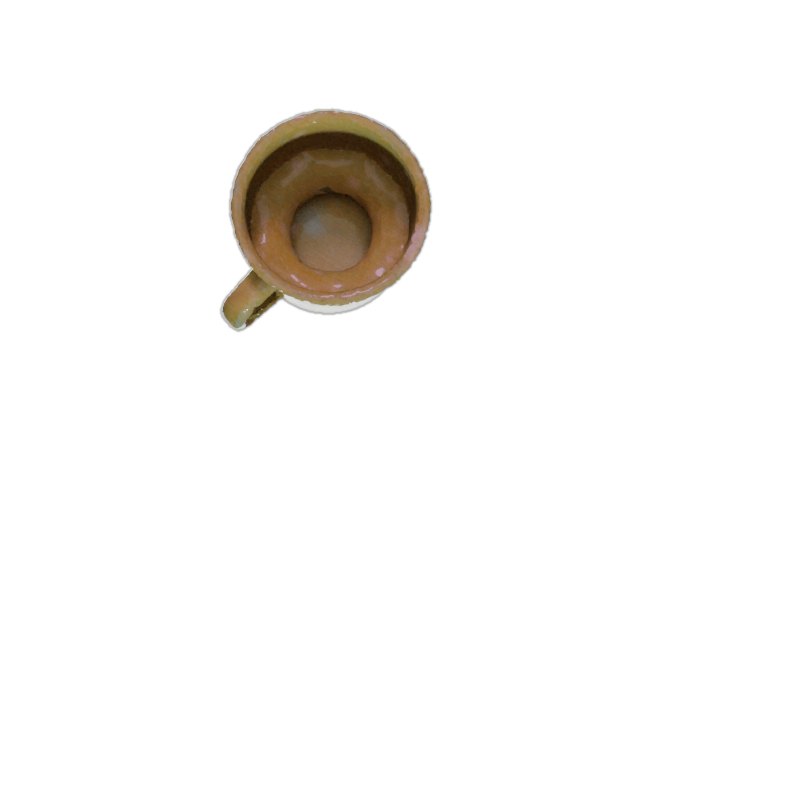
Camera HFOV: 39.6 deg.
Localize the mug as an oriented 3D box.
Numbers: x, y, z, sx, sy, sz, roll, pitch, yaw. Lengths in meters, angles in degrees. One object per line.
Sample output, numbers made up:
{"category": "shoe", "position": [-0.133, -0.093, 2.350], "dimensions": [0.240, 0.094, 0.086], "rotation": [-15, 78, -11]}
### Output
{"category": "mug", "position": [-0.043, -0.079, 0.550], "dimensions": [0.095, 0.118, 0.080], "rotation": [41, -8, 4]}
